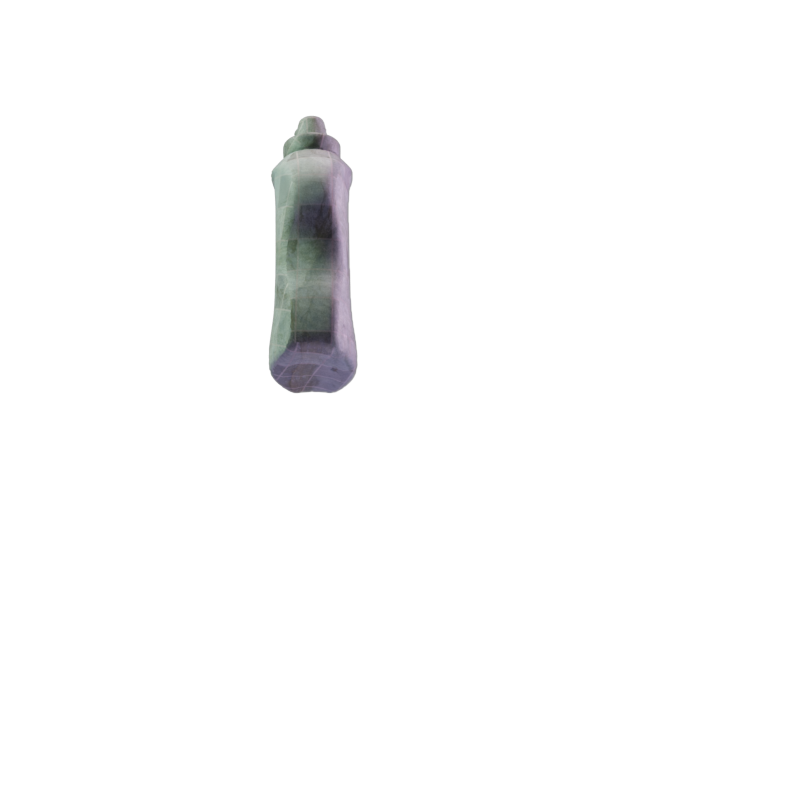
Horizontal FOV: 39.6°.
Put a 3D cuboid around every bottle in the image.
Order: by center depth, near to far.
[{"bbox_3d":[-0.060,-0.108,0.758,0.058,0.202,0.091,-1,-23,-1],"label":"bottle"}]
